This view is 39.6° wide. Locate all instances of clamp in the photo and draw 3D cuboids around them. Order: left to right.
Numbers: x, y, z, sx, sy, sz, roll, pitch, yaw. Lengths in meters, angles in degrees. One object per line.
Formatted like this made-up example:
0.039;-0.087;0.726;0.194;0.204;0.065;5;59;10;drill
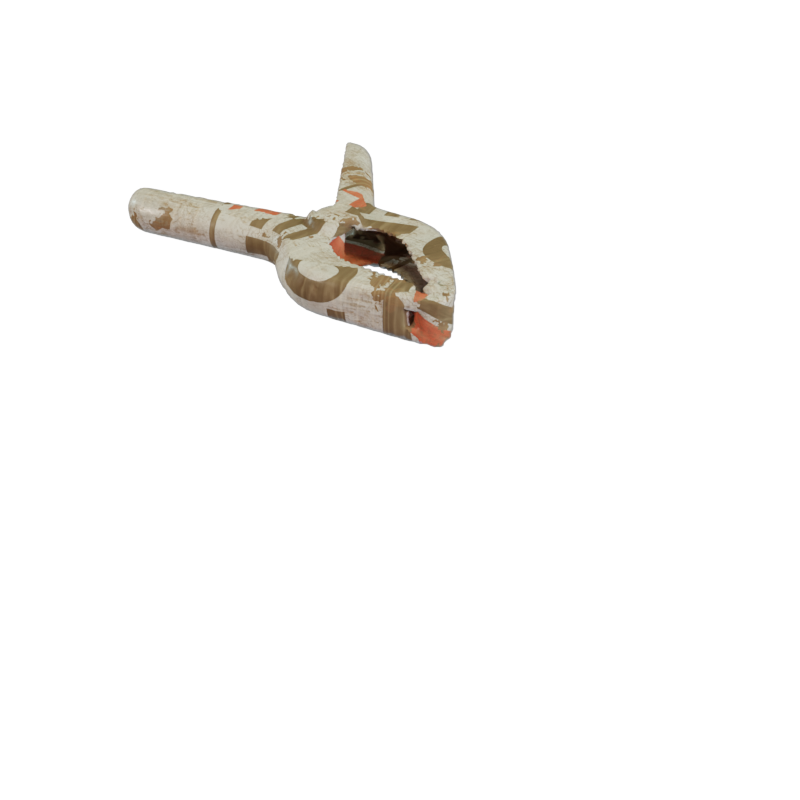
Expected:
-0.048;-0.088;0.614;0.162;0.034;0.227;-16;36;-22;clamp
